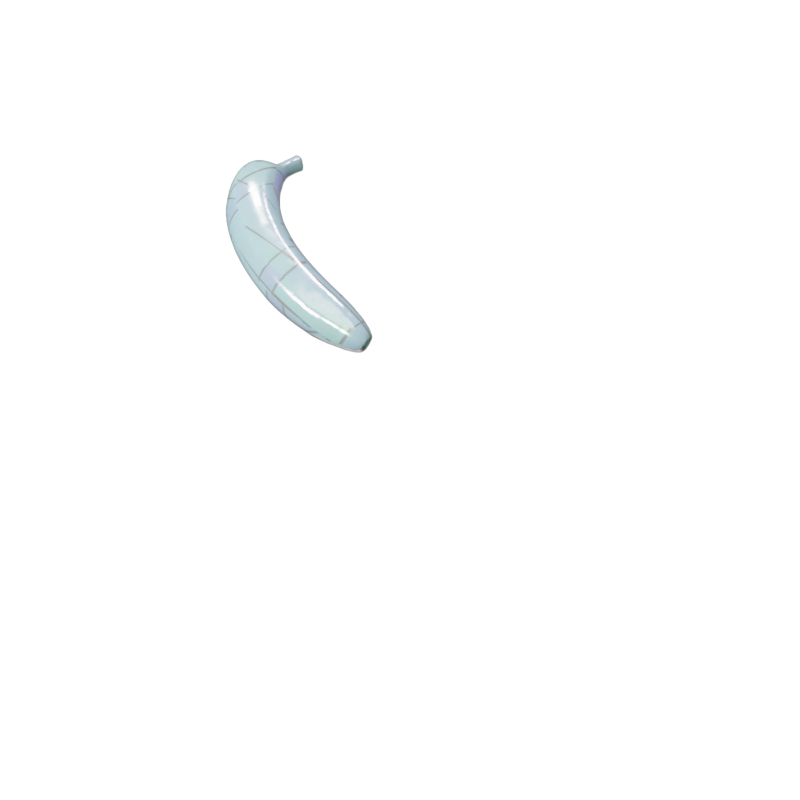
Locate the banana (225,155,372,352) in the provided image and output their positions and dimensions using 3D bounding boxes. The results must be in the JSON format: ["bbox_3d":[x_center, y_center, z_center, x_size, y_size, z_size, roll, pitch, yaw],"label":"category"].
[{"bbox_3d":[-0.077,-0.105,0.740,0.069,0.214,0.034,-11,-42,-11],"label":"banana"}]
